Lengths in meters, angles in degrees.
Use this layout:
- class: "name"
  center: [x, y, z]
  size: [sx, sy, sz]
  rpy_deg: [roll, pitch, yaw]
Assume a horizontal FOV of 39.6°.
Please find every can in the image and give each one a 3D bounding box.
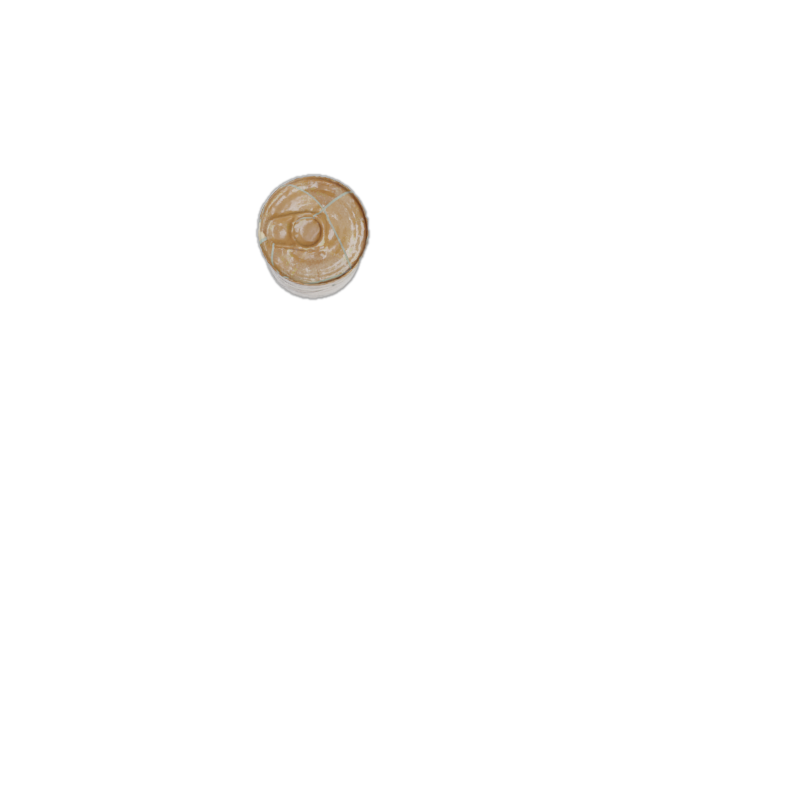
- class: "can"
  center: [-0.056, -0.103, 0.720]
  size: [0.068, 0.069, 0.101]
  rpy_deg: [0, -3, -3]
